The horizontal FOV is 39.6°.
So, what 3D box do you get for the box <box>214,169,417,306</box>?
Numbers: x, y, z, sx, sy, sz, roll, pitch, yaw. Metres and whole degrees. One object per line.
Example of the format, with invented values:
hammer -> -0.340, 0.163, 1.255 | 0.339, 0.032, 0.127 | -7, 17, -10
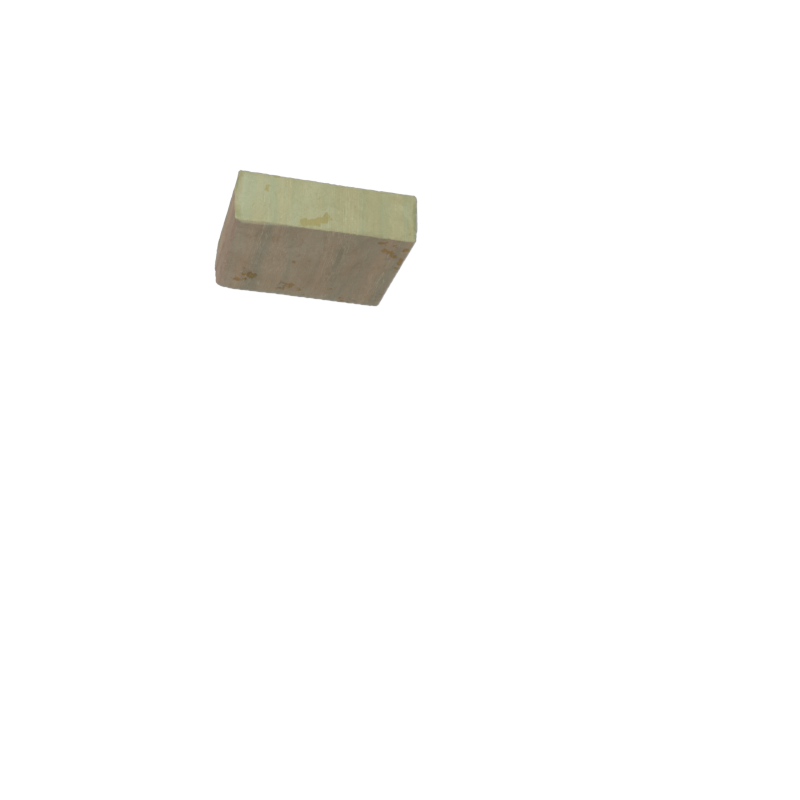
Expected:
box -> -0.054, -0.099, 0.694 | 0.111, 0.041, 0.086 | 6, -25, -13
